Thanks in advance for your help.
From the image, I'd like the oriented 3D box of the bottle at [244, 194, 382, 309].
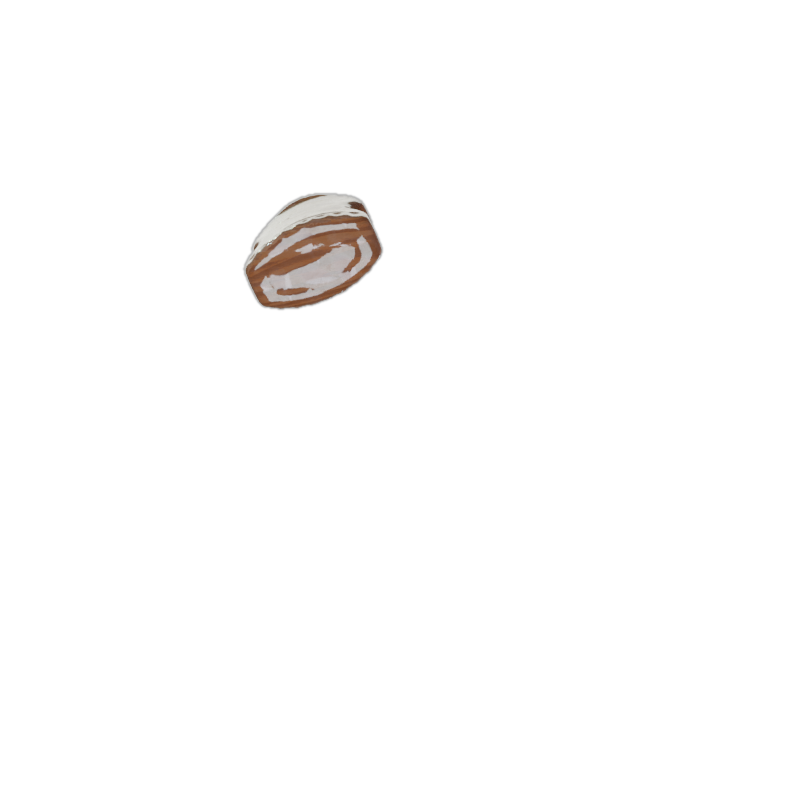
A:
[{"bbox_3d":[-0.068,-0.123,0.861,0.096,0.056,0.198,-25,16,3],"label":"bottle"}]
